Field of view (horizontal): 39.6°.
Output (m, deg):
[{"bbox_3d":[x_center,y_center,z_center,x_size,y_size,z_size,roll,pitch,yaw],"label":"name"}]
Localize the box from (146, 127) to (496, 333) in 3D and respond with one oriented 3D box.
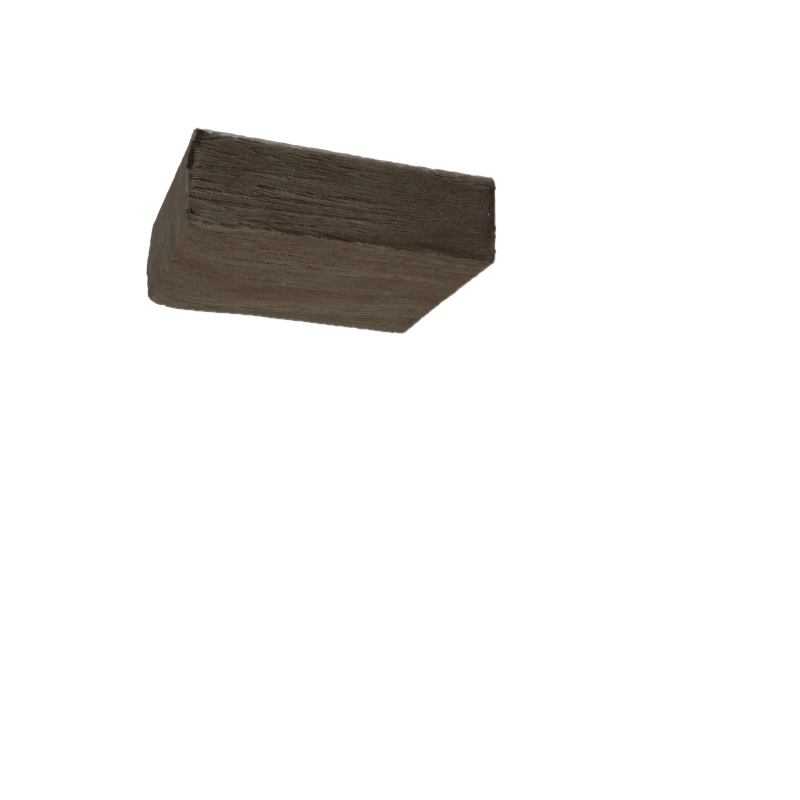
[{"bbox_3d":[-0.033,-0.059,0.416,0.111,0.041,0.088,5,-17,-18],"label":"box"}]
